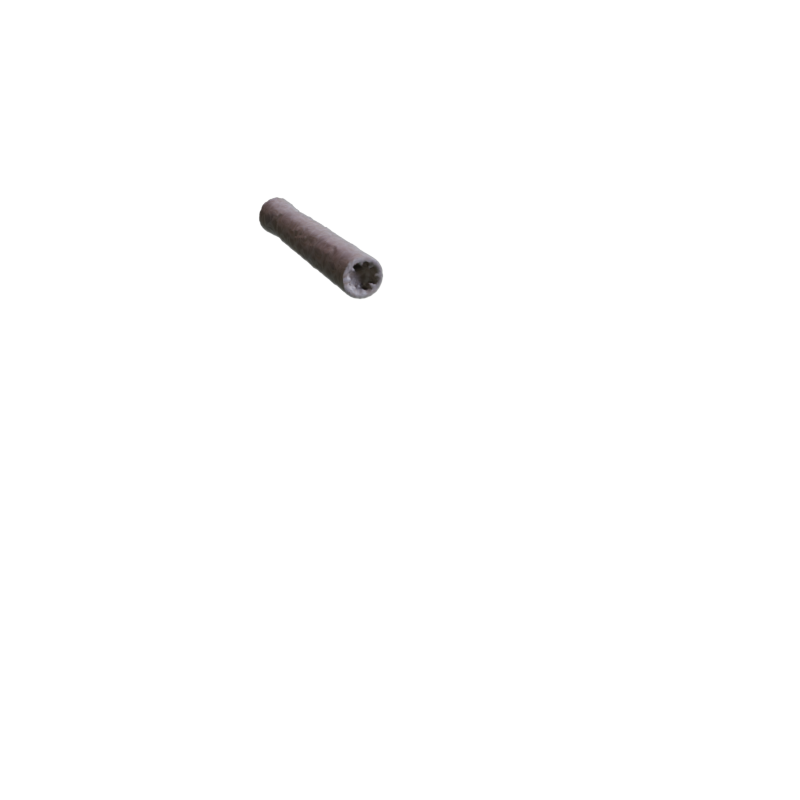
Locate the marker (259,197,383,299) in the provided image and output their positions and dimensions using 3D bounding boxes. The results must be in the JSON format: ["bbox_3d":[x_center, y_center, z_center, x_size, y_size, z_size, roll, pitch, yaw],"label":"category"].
[{"bbox_3d":[-0.040,-0.073,0.512,0.019,0.019,0.129,-2,21,-23],"label":"marker"}]
